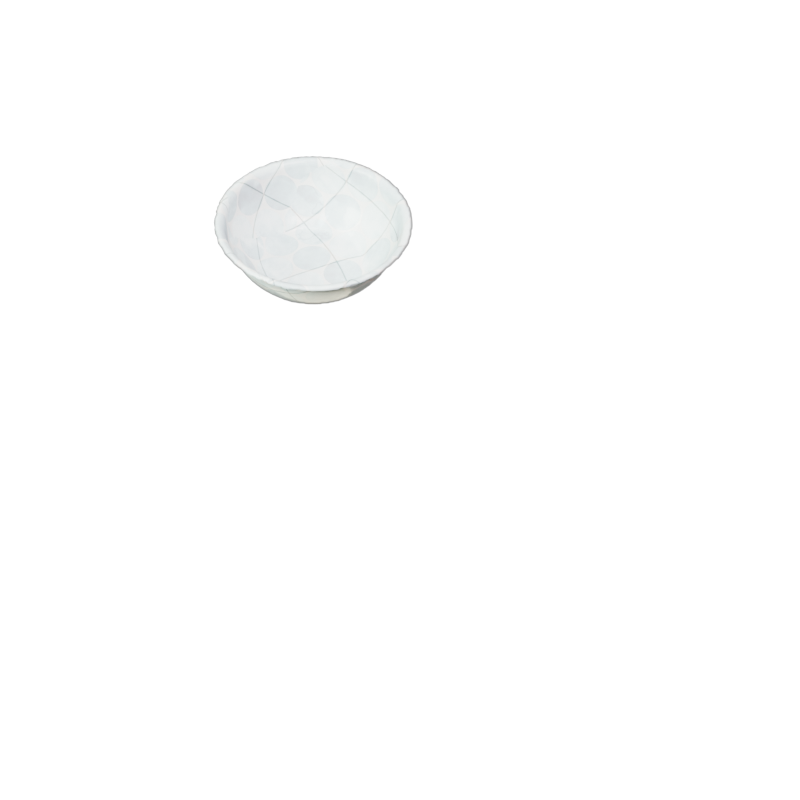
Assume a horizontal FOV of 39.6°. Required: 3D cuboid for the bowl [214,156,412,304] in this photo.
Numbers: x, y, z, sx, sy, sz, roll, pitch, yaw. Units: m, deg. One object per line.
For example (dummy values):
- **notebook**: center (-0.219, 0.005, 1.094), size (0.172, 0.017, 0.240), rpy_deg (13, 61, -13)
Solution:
- **bowl**: center (-0.072, -0.131, 0.919), size (0.162, 0.174, 0.051), rpy_deg (-1, -43, -1)
